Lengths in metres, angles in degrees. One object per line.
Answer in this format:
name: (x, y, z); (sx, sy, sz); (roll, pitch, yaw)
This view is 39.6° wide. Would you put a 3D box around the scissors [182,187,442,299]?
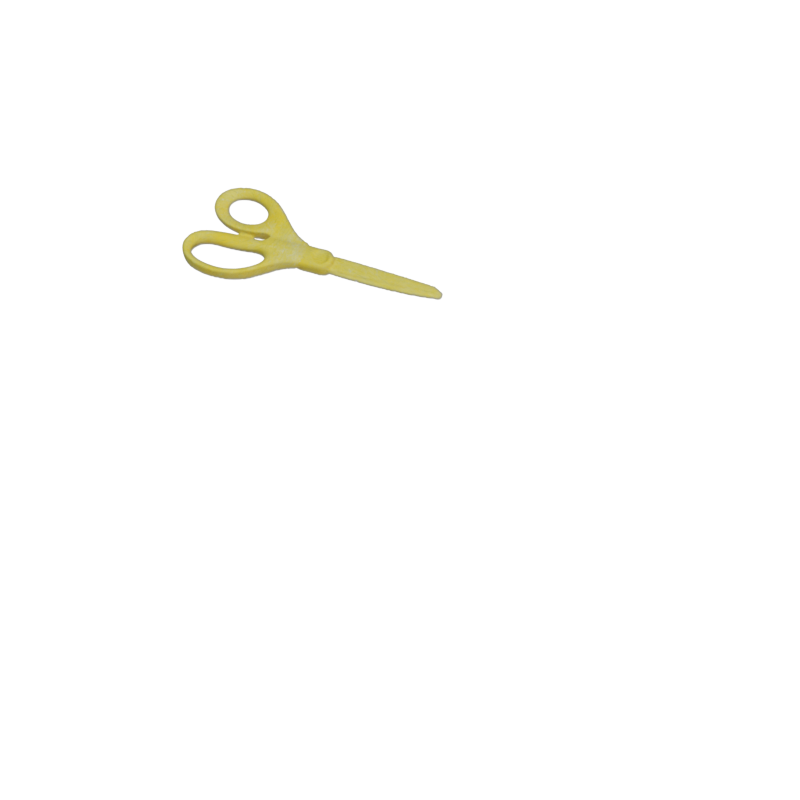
scissors: (-0.068, -0.124, 0.869); (0.202, 0.103, 0.015); (3, -35, 2)
